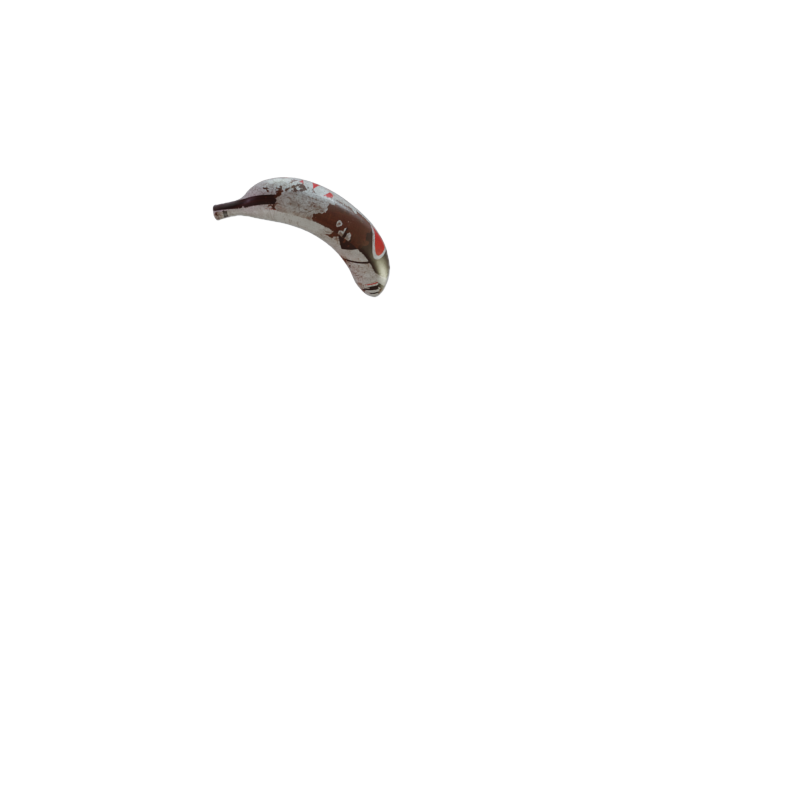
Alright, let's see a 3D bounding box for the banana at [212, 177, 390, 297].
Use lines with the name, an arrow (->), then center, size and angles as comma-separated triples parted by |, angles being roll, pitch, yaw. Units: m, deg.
banana -> -0.060, -0.137, 0.902 | 0.070, 0.039, 0.185 | -21, -32, 36
